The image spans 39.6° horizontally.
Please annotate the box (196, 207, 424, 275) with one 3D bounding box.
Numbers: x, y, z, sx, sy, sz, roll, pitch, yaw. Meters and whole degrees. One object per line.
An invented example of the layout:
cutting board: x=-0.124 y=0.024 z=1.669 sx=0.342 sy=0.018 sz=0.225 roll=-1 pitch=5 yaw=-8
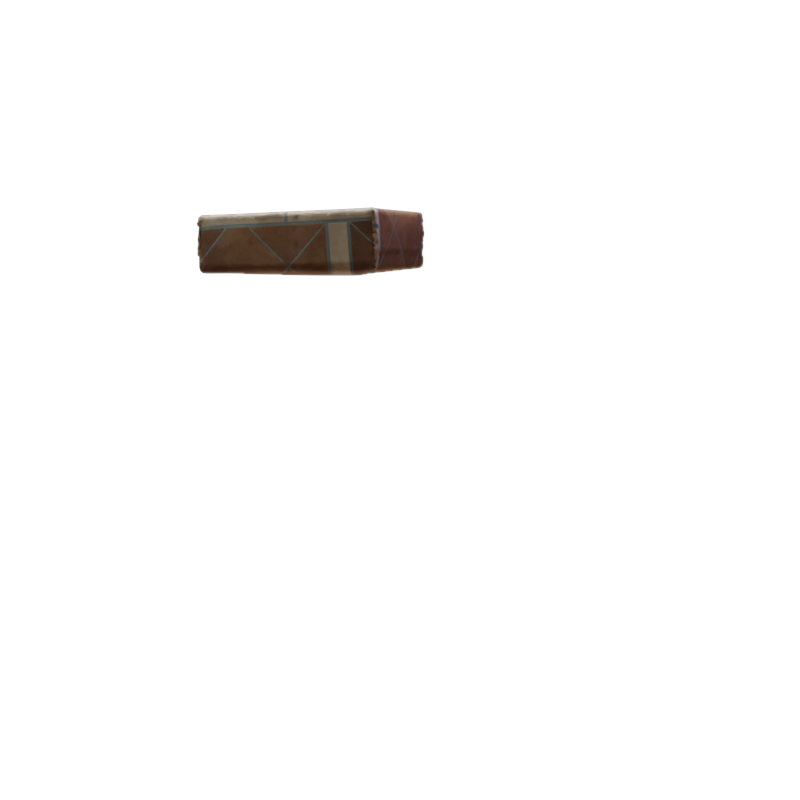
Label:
box: x=-0.052 y=-0.095 z=0.667 sx=0.117 sy=0.039 sz=0.088 roll=3 pitch=8 yaw=21
